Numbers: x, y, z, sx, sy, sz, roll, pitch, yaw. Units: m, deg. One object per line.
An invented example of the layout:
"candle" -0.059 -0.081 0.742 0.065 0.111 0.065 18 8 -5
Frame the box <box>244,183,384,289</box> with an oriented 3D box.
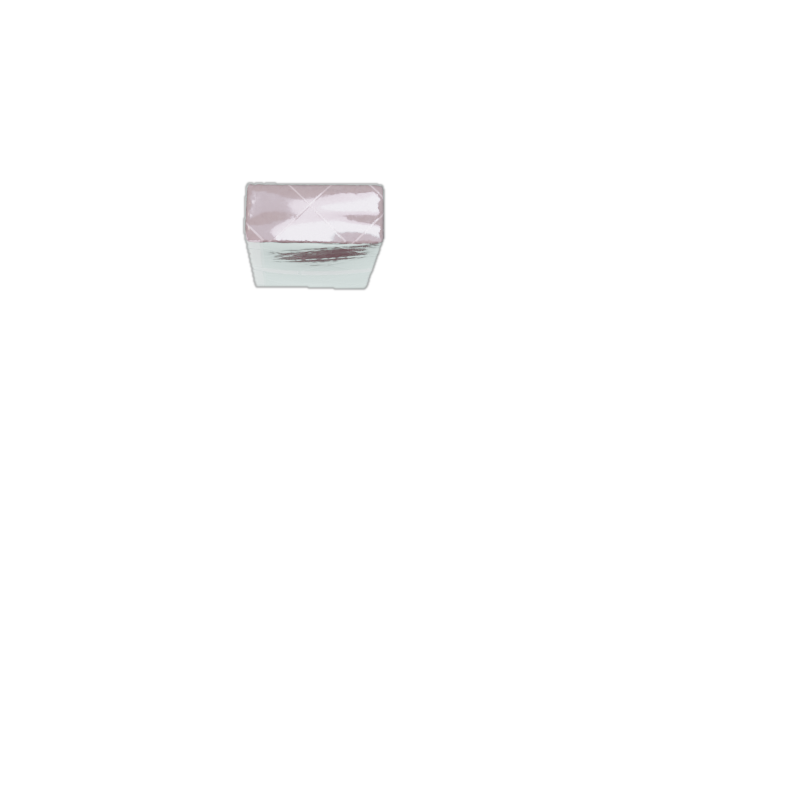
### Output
"box" -0.063 -0.115 0.806 0.093 0.049 0.174 1 -3 -3
